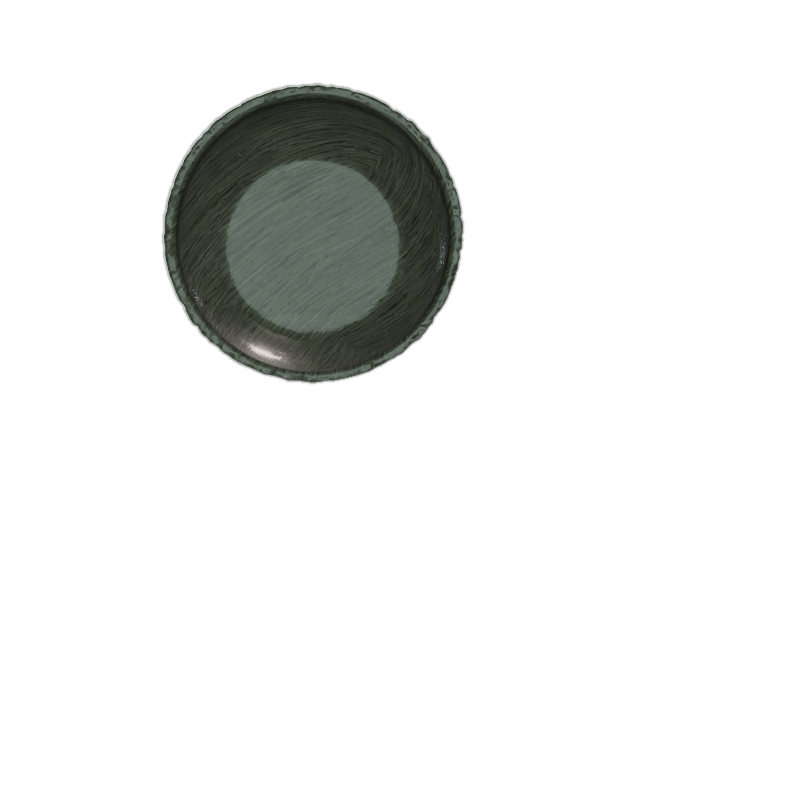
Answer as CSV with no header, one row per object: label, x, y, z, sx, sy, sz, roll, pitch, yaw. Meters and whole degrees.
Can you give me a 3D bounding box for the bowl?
bowl,-0.045,-0.082,0.573,0.162,0.159,0.056,0,8,-1
